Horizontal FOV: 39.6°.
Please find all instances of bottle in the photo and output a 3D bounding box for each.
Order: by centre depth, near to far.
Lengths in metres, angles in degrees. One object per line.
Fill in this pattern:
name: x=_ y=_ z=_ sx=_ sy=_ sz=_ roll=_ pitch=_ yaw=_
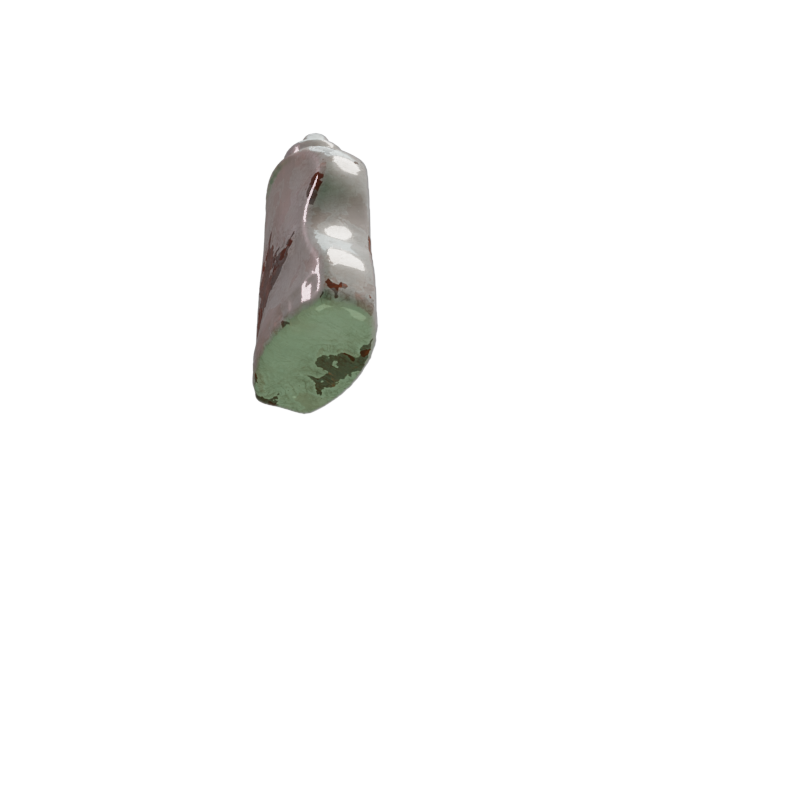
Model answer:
bottle: x=-0.051 y=-0.093 z=0.656 sx=0.057 sy=0.206 sz=0.092 roll=15 pitch=-46 yaw=-19
